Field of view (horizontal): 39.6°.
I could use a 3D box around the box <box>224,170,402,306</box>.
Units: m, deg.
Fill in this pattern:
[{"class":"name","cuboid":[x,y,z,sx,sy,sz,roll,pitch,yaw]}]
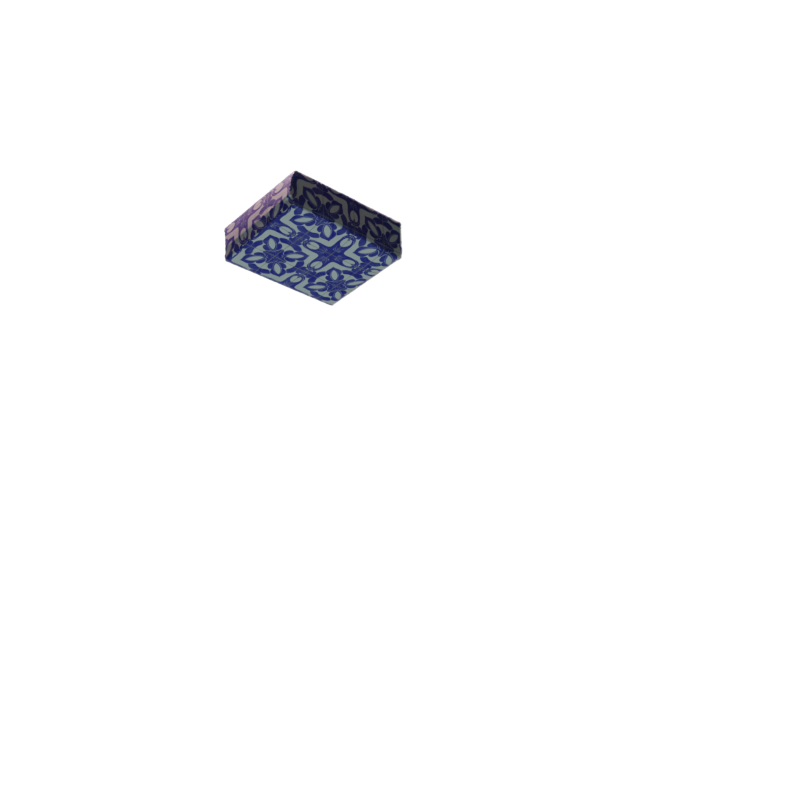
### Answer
[{"class":"box","cuboid":[-0.068,-0.124,0.869,0.107,0.042,0.089,24,-40,-34]}]
